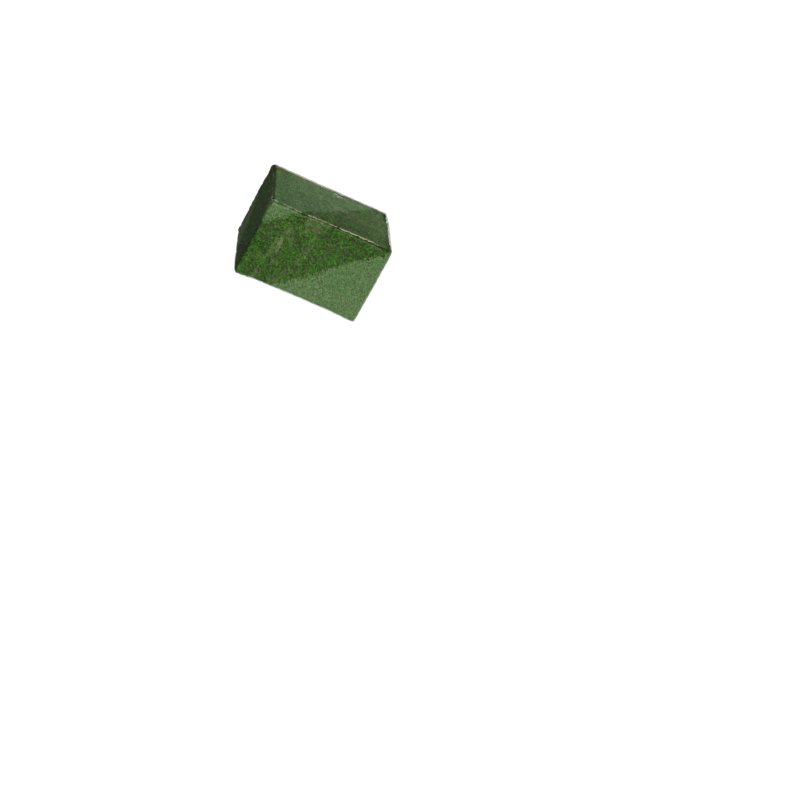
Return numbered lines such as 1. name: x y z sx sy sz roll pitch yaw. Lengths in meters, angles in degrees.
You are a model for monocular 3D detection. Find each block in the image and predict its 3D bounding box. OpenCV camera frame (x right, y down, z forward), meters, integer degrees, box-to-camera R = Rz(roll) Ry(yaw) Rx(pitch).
1. block: -0.051 -0.092 0.647 0.076 0.051 0.054 23 28 -15
